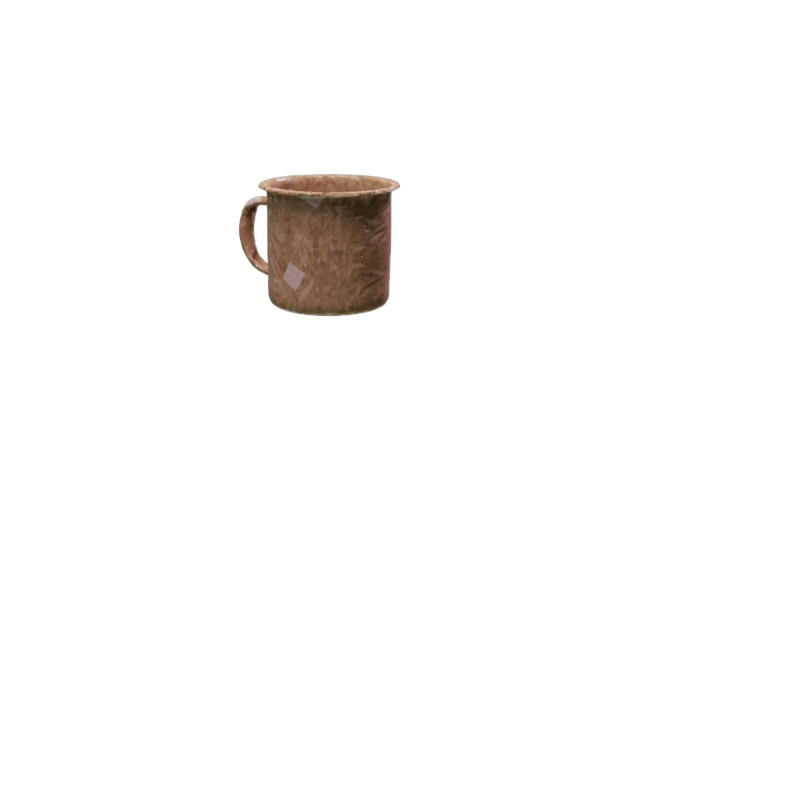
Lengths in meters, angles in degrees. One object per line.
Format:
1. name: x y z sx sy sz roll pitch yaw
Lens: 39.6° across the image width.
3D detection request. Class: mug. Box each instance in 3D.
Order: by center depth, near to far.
1. mug: -0.058 -0.106 0.740 0.122 0.079 0.093 9 17 26
